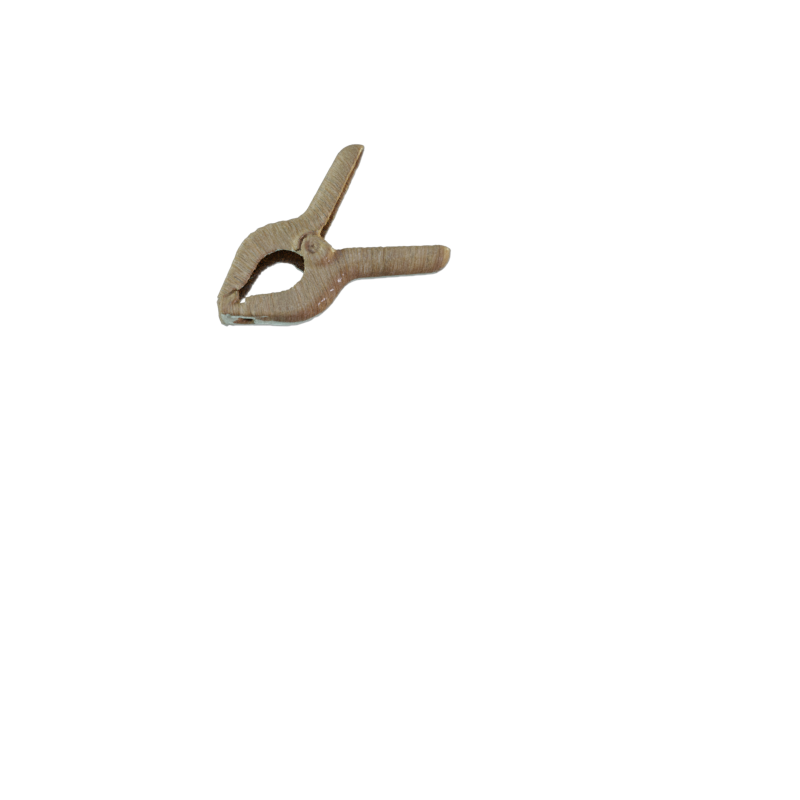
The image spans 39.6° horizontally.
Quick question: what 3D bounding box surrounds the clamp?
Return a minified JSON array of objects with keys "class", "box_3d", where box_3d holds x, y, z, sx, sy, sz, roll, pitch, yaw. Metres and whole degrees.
[{"class":"clamp","box_3d":[-0.063,-0.115,0.806,0.171,0.128,0.037,-24,-28,-14]}]
